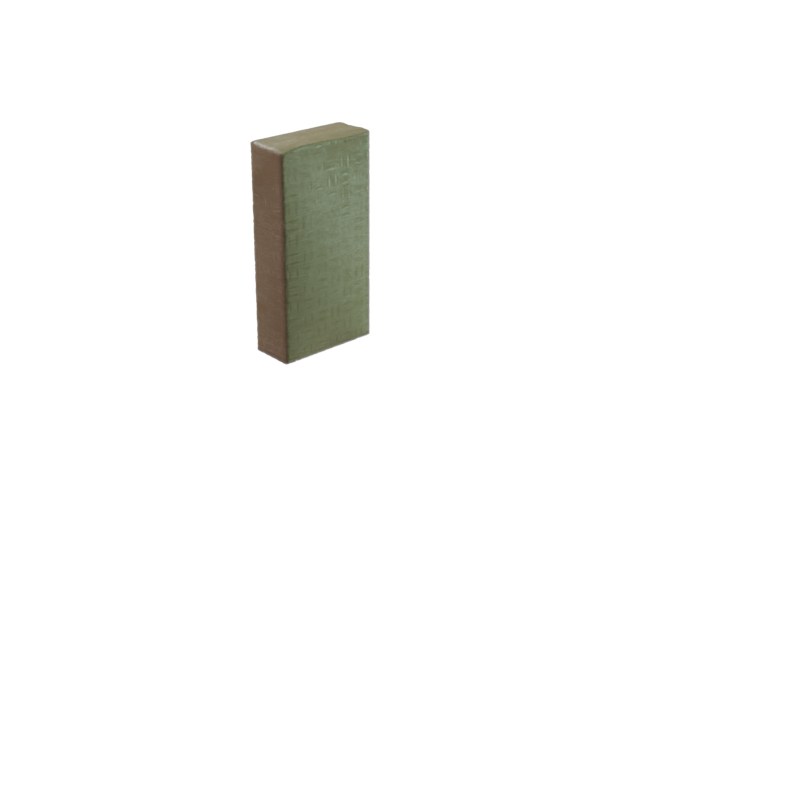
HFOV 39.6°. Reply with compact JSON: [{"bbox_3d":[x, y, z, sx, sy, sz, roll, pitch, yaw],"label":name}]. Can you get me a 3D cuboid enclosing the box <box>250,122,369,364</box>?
[{"bbox_3d":[-0.069,-0.126,0.884,0.092,0.167,0.051,-20,32,-39],"label":"box"}]
